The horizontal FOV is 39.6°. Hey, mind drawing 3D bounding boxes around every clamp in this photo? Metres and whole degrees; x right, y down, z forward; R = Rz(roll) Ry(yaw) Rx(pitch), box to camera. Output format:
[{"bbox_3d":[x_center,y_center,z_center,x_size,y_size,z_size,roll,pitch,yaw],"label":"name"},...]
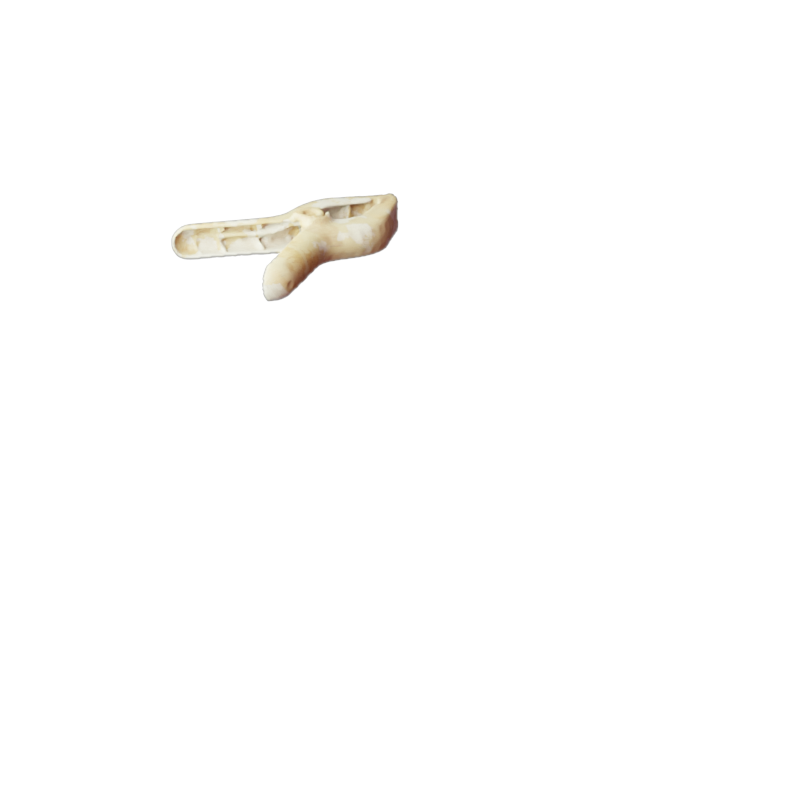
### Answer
[{"bbox_3d":[-0.061,-0.111,0.778,0.169,0.037,0.129,-19,37,-27],"label":"clamp"}]
